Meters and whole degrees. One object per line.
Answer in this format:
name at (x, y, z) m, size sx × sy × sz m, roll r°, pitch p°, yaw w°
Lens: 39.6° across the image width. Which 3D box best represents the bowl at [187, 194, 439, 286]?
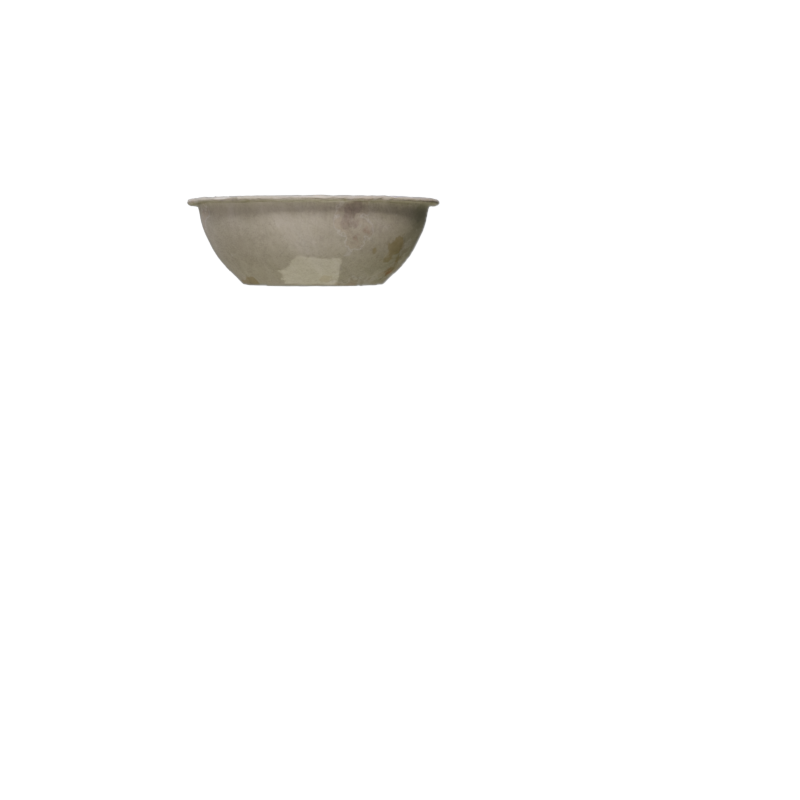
bowl at (-0.056, -0.102, 0.711) m, size 0.162 × 0.055 × 0.164 m, roll 0°, pitch 7°, yaw -2°
